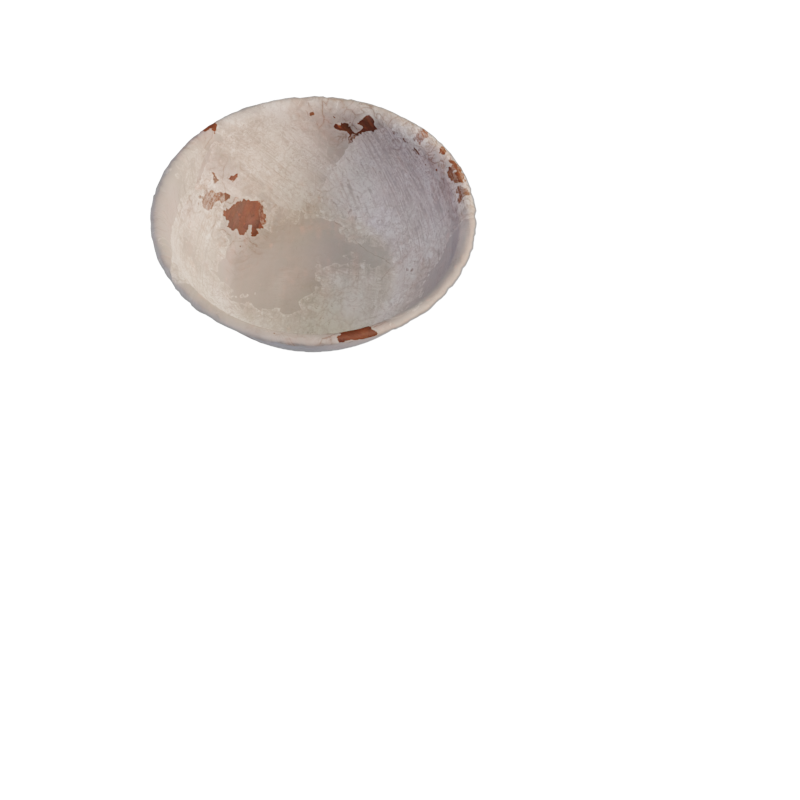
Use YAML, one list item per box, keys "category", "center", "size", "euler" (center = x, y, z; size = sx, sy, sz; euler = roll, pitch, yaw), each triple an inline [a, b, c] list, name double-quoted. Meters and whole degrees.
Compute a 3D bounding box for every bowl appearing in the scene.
- category: "bowl"
  center: [-0.045, -0.081, 0.570]
  size: [0.162, 0.174, 0.051]
  euler: [-1, -36, -1]
